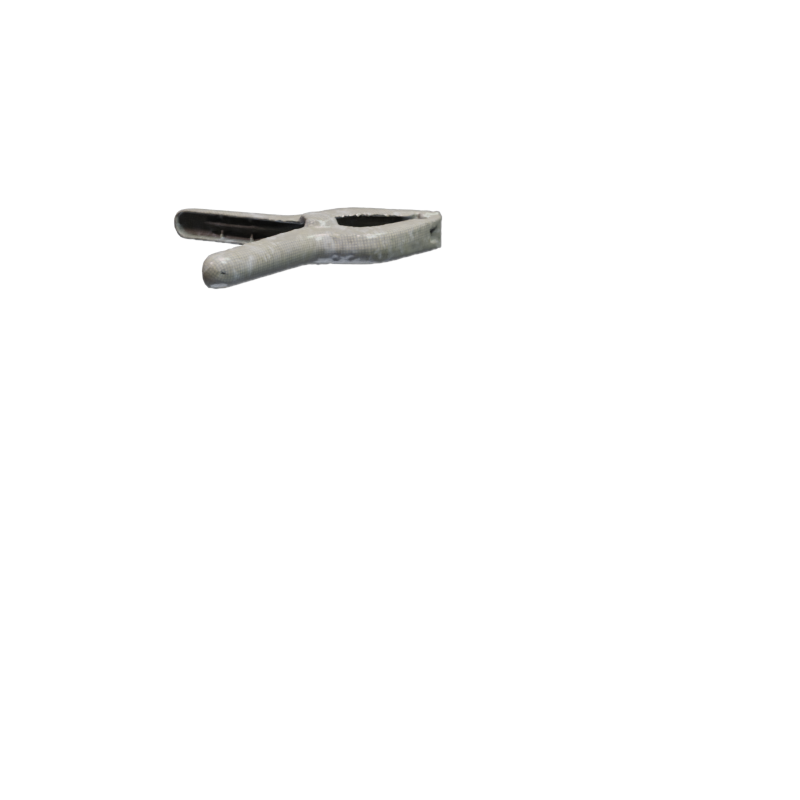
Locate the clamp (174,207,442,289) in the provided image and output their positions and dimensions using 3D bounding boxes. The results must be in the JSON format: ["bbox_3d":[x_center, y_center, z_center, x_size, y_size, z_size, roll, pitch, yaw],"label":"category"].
[{"bbox_3d":[-0.066,-0.121,0.845,0.208,0.035,0.174,-3,23,-8],"label":"clamp"}]
